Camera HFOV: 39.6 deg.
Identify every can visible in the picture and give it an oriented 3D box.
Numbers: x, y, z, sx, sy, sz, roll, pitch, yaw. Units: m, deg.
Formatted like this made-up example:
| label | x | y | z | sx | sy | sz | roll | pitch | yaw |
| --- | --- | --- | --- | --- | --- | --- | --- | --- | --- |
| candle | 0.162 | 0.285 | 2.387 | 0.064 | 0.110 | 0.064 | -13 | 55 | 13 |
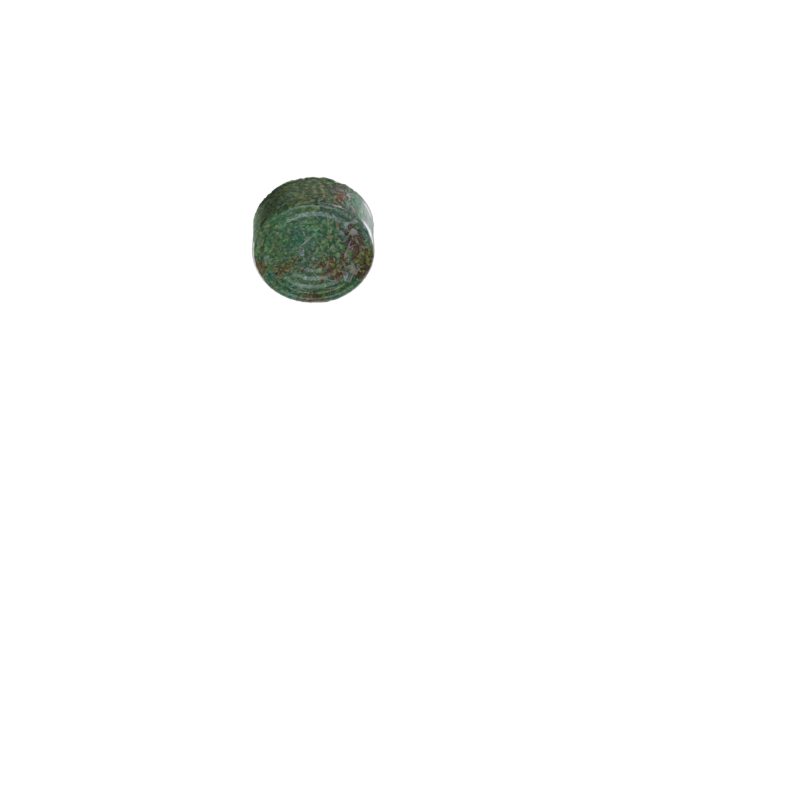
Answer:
| label | x | y | z | sx | sy | sz | roll | pitch | yaw |
| --- | --- | --- | --- | --- | --- | --- | --- | --- | --- |
| can | -0.060 | -0.110 | 0.770 | 0.086 | 0.080 | 0.036 | 1 | 36 | -1 |
